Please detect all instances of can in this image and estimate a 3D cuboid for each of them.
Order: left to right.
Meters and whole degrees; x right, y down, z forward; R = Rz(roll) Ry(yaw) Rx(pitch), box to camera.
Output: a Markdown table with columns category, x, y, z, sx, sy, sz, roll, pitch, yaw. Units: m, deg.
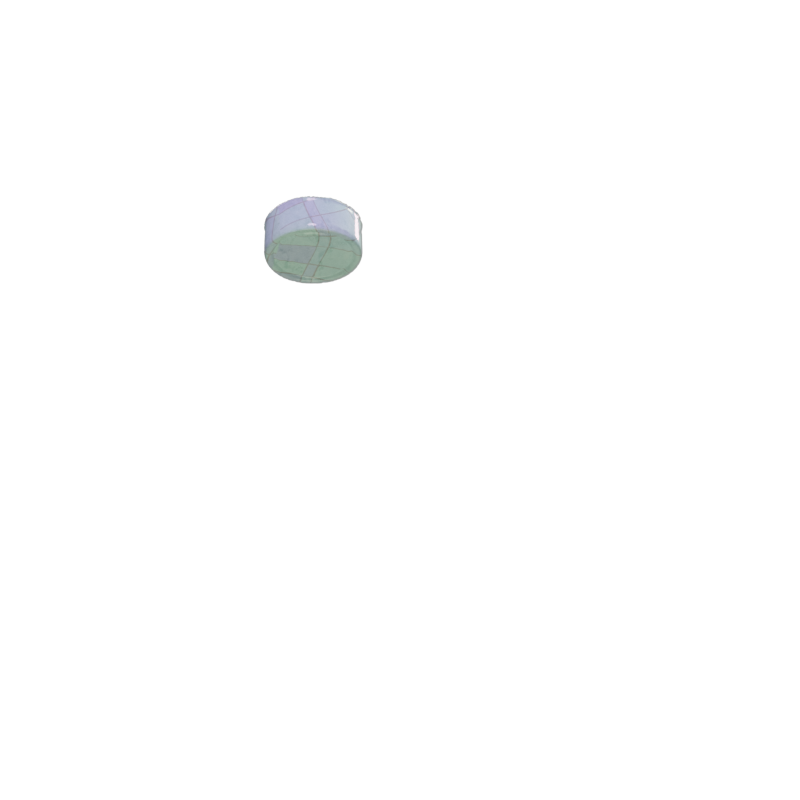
| category | x | y | z | sx | sy | sz | roll | pitch | yaw |
| --- | --- | --- | --- | --- | --- | --- | --- | --- | --- |
| can | -0.075 | -0.137 | 0.957 | 0.086 | 0.036 | 0.080 | 1 | -31 | -2 |
